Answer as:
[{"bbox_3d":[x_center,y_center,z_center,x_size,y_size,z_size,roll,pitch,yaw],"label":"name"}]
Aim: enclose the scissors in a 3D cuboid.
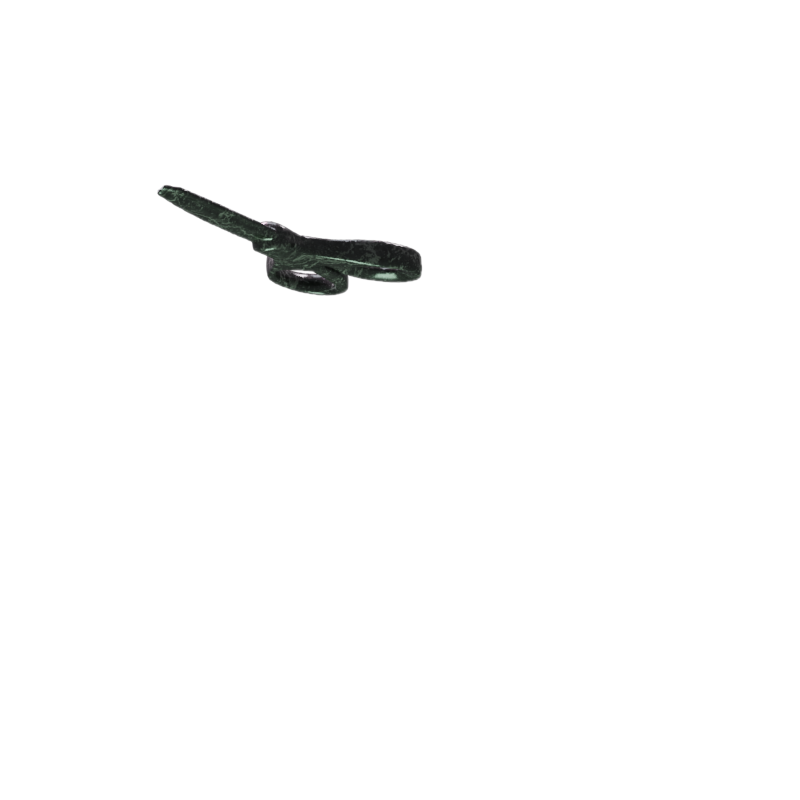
[{"bbox_3d":[-0.044,-0.080,0.561,0.097,0.016,0.194,-1,-7,8],"label":"scissors"}]
